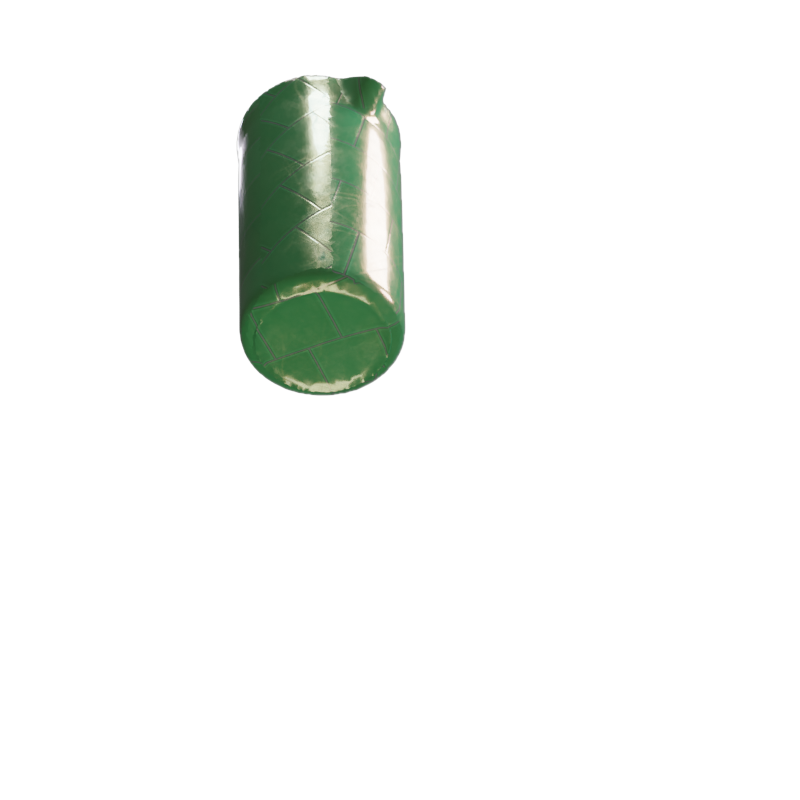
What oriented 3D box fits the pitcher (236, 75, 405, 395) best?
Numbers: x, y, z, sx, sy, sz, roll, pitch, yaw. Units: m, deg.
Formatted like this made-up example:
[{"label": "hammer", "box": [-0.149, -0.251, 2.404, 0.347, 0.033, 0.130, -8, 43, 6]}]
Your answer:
[{"label": "pitcher", "box": [-0.064, -0.116, 0.812, 0.146, 0.138, 0.261, -9, 41, 5]}]
